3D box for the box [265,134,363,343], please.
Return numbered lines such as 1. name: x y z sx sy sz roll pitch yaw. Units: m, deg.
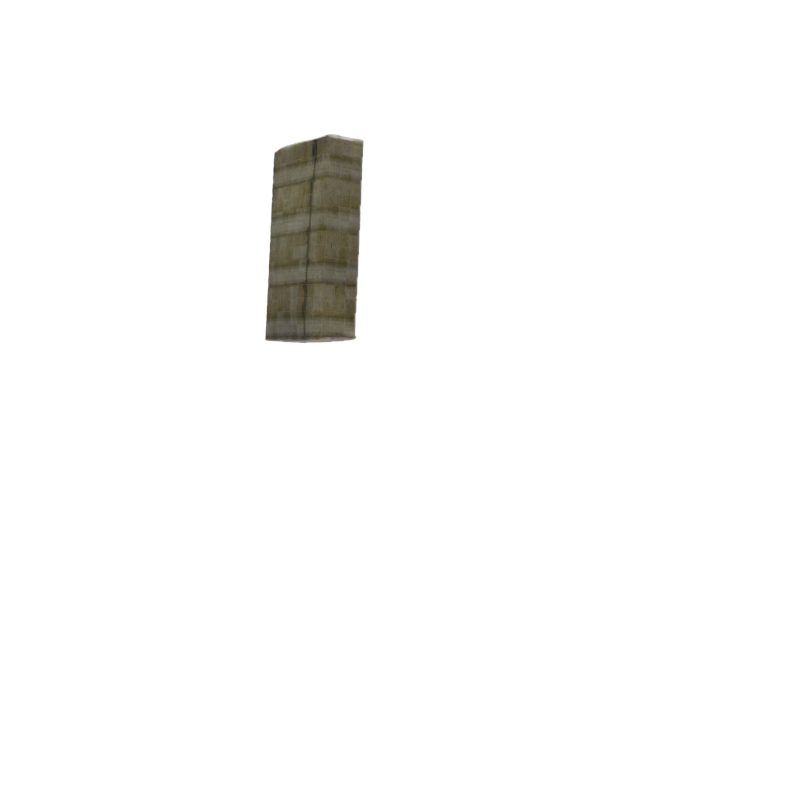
1. box: -0.077 -0.139 0.977 0.046 0.179 0.096 4 -6 -36
